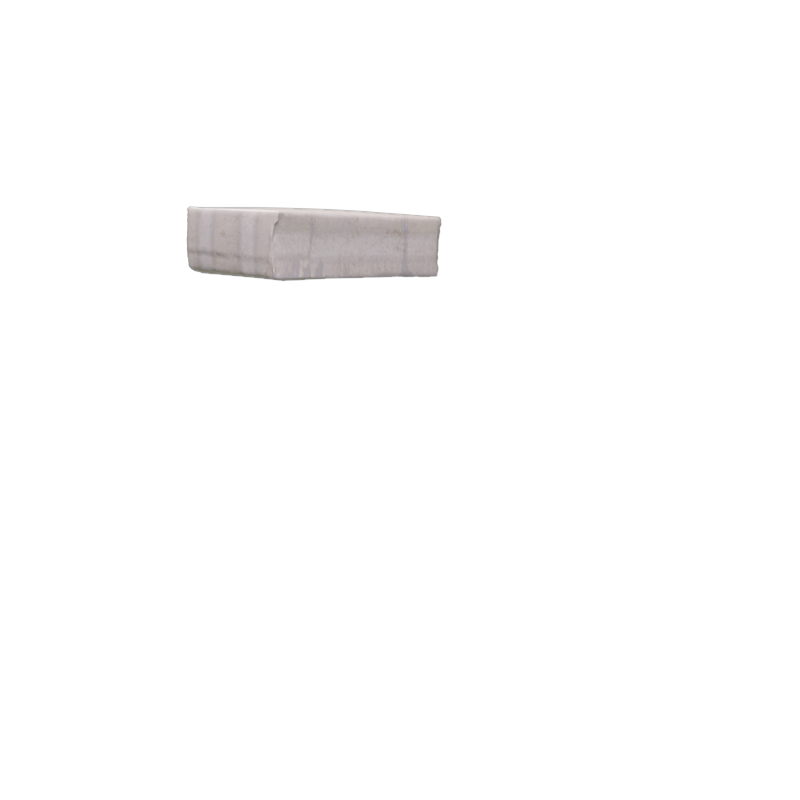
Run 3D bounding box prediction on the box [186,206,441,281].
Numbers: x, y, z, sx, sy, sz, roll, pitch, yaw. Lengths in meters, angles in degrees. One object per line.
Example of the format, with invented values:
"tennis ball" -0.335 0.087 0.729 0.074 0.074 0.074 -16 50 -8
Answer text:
"box" -0.048 -0.087 0.611 0.110 0.038 0.094 -8 12 -38
